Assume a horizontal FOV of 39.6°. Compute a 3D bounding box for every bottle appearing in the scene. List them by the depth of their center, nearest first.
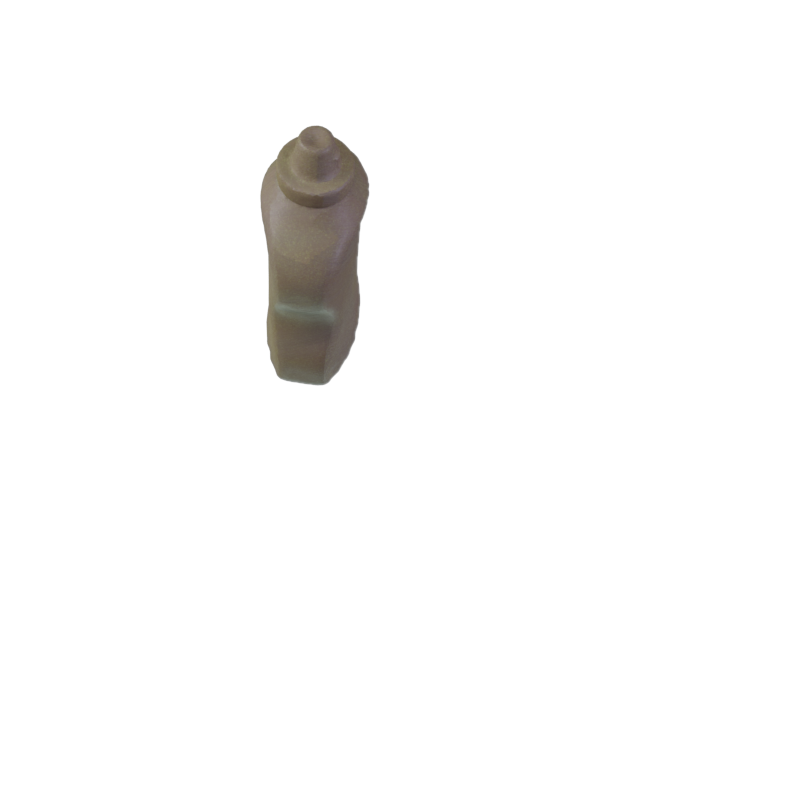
[{"bbox_3d":[-0.049,-0.090,0.633,0.059,0.101,0.180,10,-28,1],"label":"bottle"}]
